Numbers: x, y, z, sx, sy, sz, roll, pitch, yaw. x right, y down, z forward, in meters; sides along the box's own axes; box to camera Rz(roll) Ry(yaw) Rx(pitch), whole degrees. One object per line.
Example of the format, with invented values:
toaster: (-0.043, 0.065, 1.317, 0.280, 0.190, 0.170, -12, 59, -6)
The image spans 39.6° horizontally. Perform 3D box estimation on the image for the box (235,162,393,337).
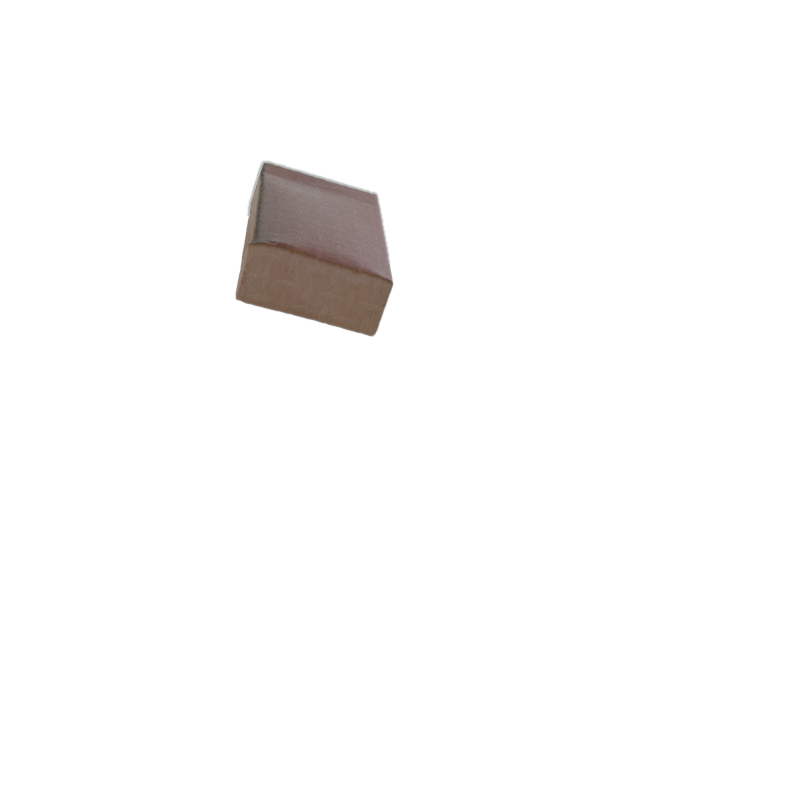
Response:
box: (-0.059, -0.108, 0.755, 0.092, 0.046, 0.185, 14, 23, -10)
